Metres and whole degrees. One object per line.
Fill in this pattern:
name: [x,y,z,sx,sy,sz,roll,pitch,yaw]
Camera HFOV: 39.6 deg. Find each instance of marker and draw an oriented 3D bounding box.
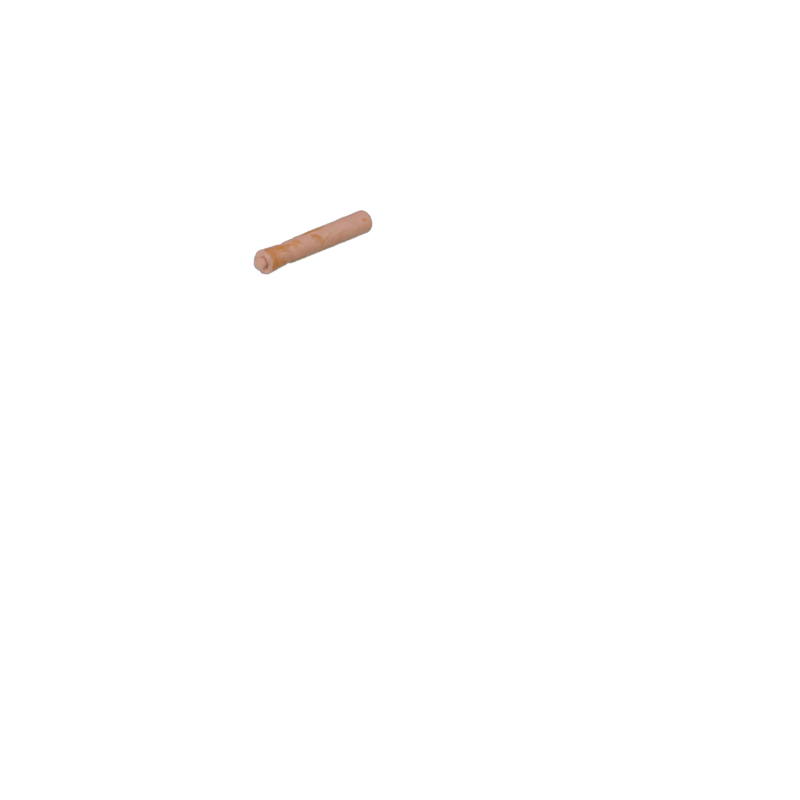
marker: [-0.065,-0.119,0.835,0.021,0.019,0.120,3,24,40]
